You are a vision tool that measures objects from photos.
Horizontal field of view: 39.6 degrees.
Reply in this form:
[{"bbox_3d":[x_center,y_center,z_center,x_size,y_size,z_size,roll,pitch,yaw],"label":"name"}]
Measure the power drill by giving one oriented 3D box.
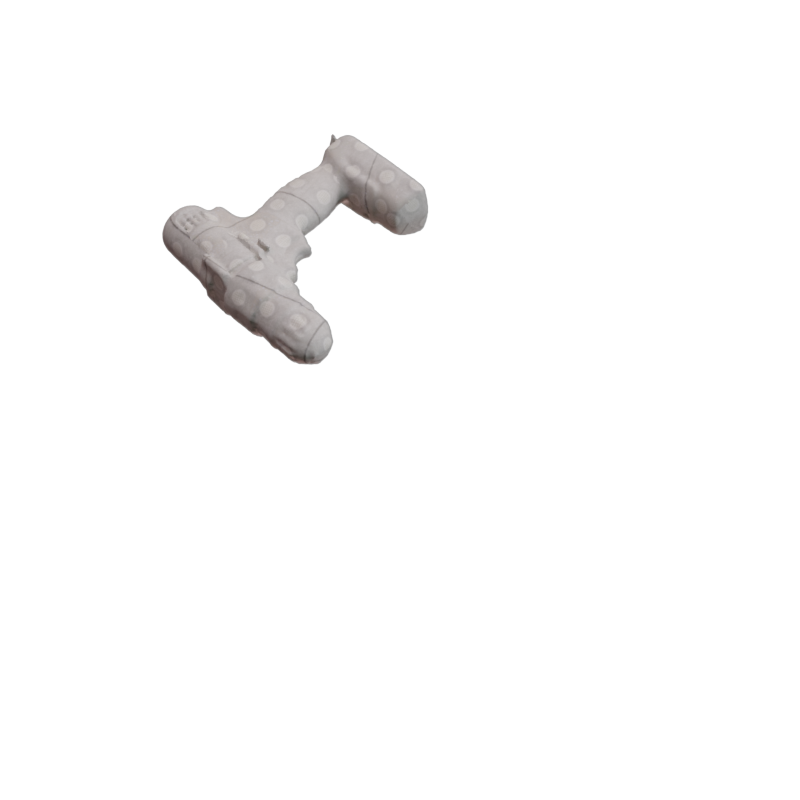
[{"bbox_3d":[-0.069,-0.126,0.882,0.188,0.053,0.197,-34,58,-26],"label":"power drill"}]
